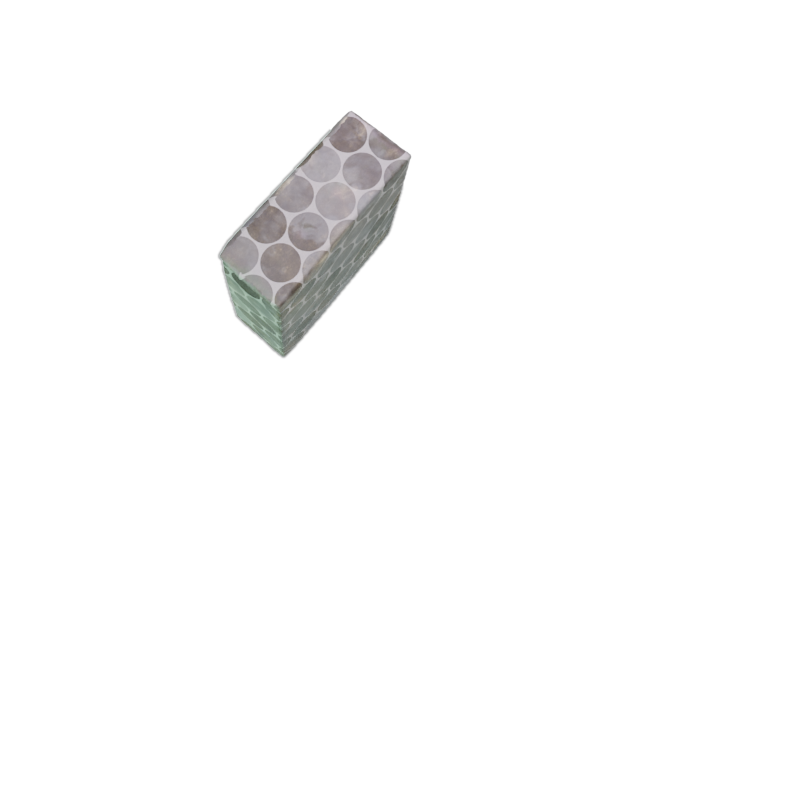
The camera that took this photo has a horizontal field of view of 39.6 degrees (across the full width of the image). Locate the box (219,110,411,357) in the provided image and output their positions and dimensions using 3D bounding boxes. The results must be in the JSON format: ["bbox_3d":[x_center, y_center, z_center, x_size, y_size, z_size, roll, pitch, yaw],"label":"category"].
[{"bbox_3d":[-0.075,-0.137,0.958,0.073,0.166,0.208,39,-11,3],"label":"box"}]
